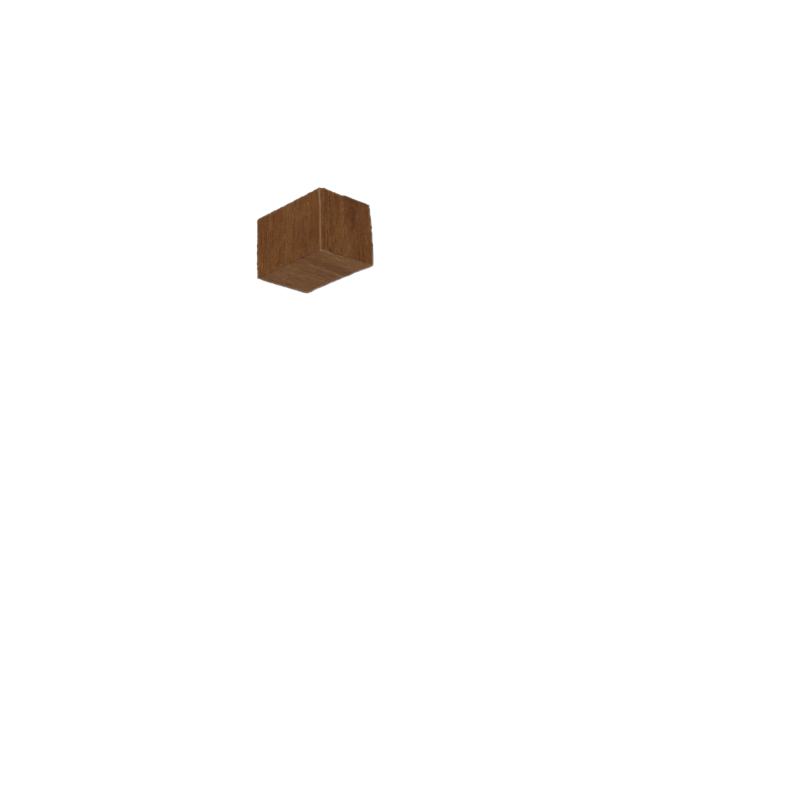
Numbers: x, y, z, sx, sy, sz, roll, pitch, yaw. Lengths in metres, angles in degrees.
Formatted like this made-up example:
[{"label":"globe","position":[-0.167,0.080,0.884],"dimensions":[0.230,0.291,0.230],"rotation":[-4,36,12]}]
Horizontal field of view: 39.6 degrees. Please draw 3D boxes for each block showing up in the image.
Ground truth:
[{"label":"block","position":[-0.065,-0.119,0.834],"dimensions":[0.050,0.054,0.079],"rotation":[17,-24,-41]}]
